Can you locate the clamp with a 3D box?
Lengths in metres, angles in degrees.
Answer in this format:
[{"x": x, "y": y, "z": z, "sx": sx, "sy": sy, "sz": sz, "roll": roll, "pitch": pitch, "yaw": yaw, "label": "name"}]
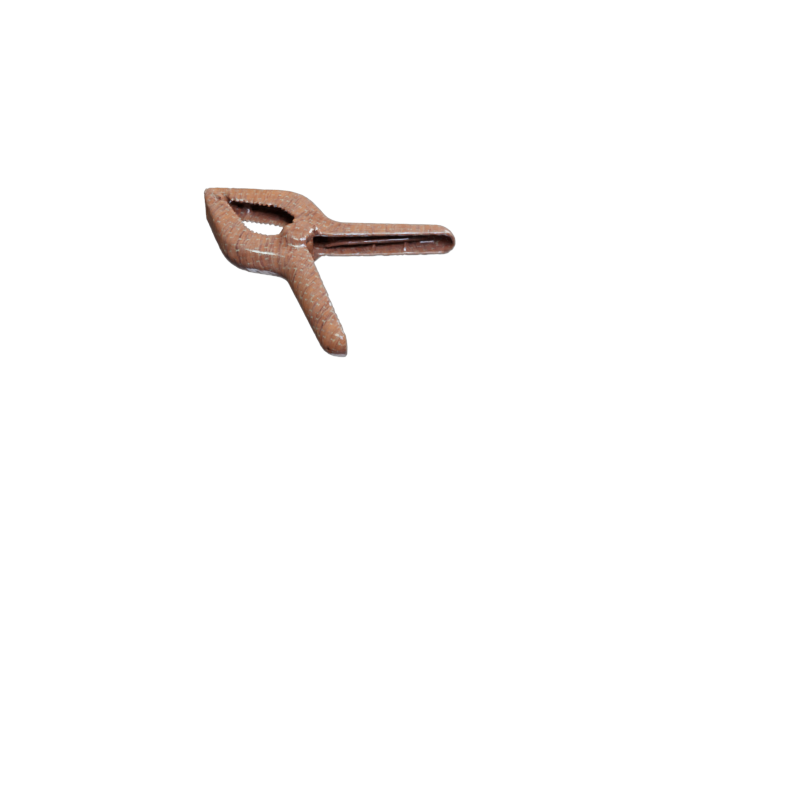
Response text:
[{"x": -0.071, "y": -0.130, "z": 0.911, "sx": 0.223, "sy": 0.034, "sz": 0.166, "roll": 32, "pitch": 52, "yaw": 29, "label": "clamp"}]
